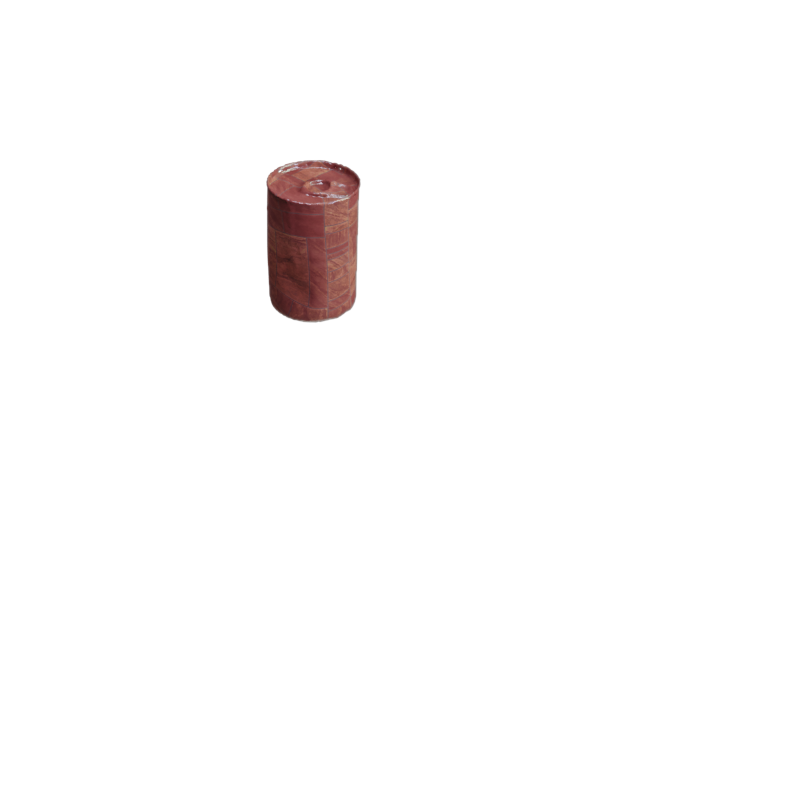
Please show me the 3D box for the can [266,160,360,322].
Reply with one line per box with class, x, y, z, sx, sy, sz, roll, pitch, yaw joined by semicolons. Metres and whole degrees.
can;-0.064;-0.117;0.822;0.068;0.096;0.073;0;34;-3
